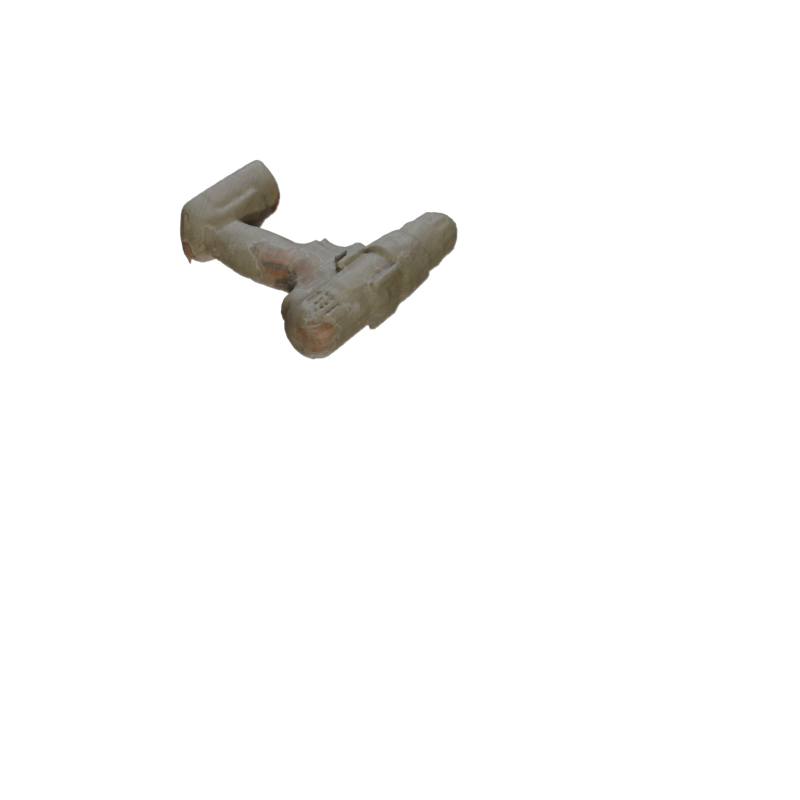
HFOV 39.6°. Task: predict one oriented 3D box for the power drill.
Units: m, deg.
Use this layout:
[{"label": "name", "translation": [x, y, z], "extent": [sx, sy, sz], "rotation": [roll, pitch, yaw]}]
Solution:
[{"label": "power drill", "translation": [-0.070, -0.128, 0.898], "extent": [0.199, 0.053, 0.186], "rotation": [29, 49, 28]}]
